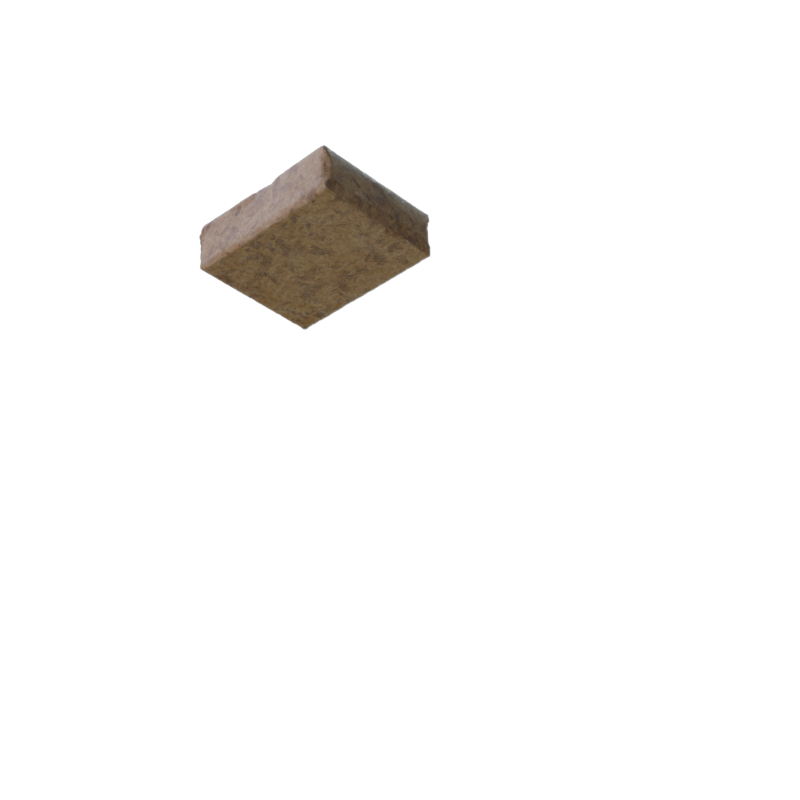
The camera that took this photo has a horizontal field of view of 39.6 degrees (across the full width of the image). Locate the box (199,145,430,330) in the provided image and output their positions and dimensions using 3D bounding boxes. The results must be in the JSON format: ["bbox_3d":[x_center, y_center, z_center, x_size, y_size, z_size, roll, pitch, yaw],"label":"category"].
[{"bbox_3d":[-0.042,-0.077,0.538,0.089,0.032,0.068,-27,-42,35],"label":"box"}]
